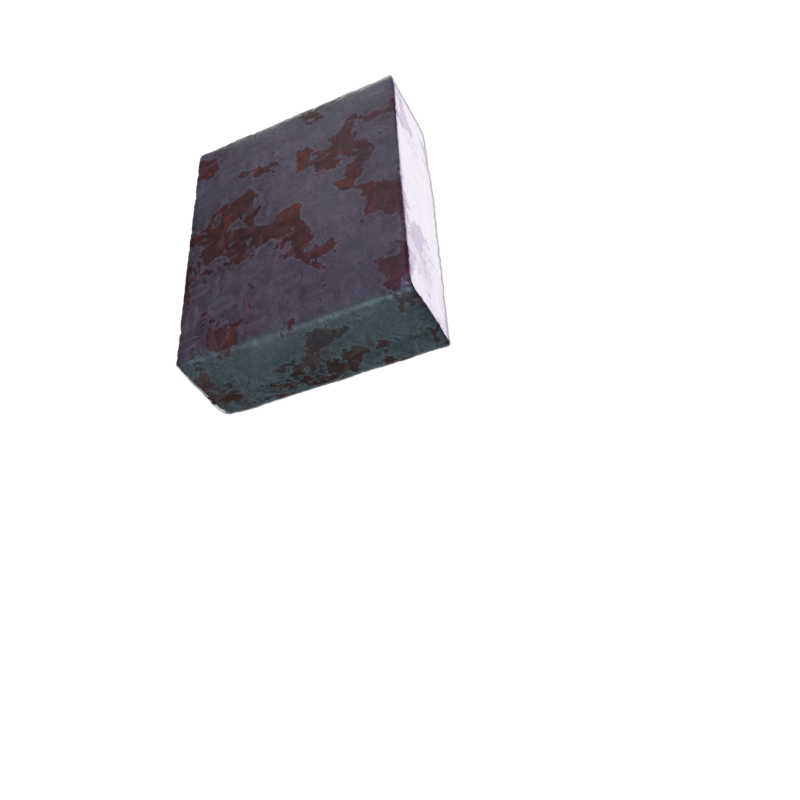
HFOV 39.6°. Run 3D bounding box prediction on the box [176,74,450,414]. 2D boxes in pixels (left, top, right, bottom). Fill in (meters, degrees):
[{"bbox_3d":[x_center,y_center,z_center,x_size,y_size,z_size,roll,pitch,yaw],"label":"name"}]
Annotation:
[{"bbox_3d":[-0.060,-0.109,0.764,0.165,0.230,0.066,-19,-45,17],"label":"box"}]
